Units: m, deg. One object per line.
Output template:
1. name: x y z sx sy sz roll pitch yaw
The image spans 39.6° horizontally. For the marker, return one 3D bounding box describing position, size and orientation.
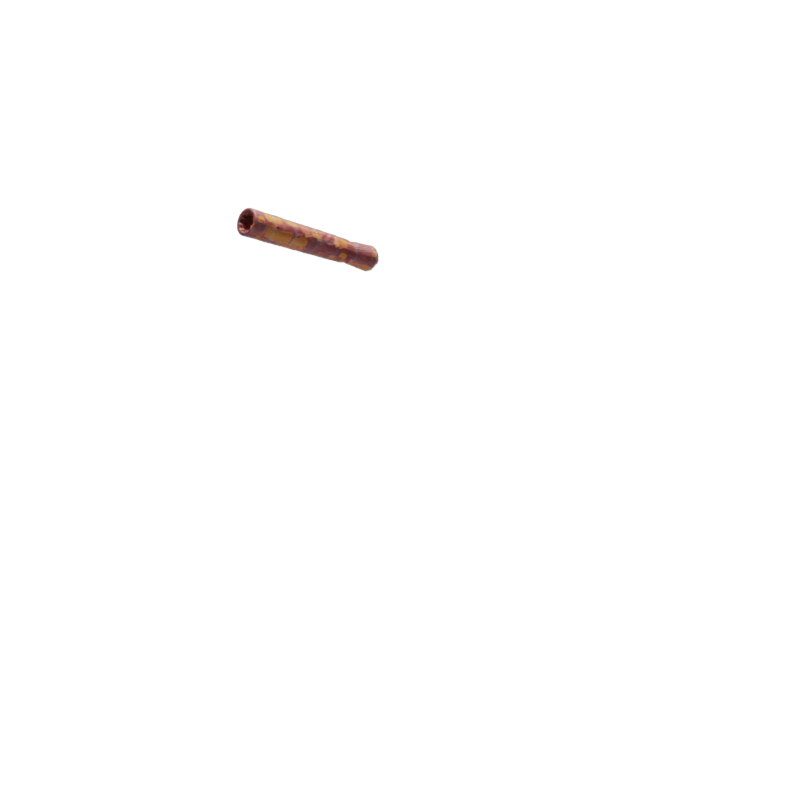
1. marker: -0.059 -0.108 0.753 0.114 0.020 0.021 11 -4 -44
